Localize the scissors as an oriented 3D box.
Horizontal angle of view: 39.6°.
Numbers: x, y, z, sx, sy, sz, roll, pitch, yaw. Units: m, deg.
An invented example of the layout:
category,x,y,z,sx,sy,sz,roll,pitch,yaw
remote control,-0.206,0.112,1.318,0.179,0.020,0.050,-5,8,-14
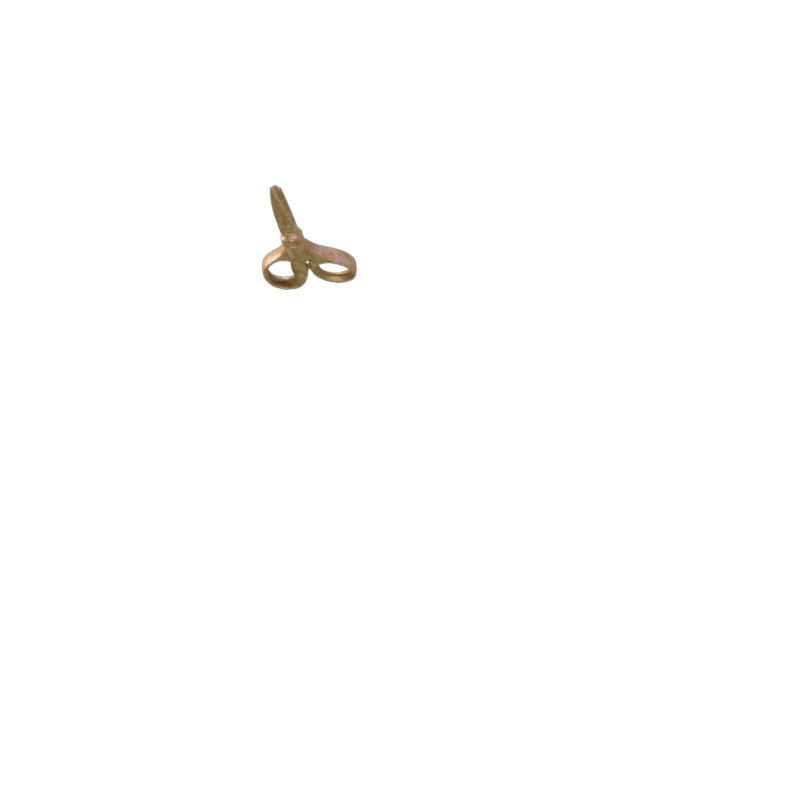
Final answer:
category,x,y,z,sx,sy,sz,roll,pitch,yaw
scissors,-0.075,-0.137,0.961,0.095,0.016,0.195,3,-17,-11
